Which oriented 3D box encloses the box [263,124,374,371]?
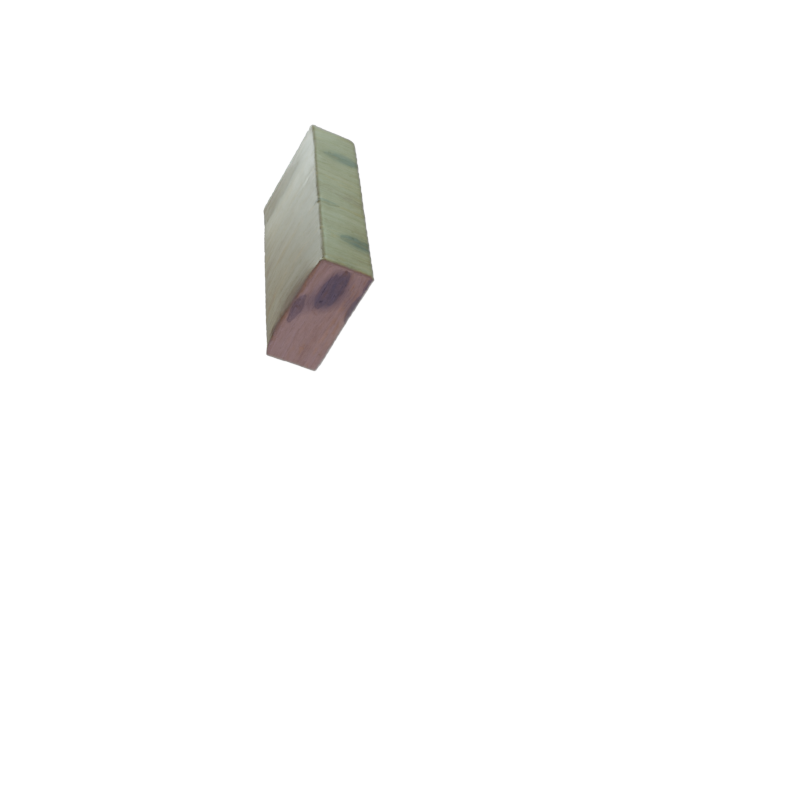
[{"bbox_3d":[-0.063,-0.116,0.809,0.046,0.090,0.189,21,36,-21],"label":"box"}]
